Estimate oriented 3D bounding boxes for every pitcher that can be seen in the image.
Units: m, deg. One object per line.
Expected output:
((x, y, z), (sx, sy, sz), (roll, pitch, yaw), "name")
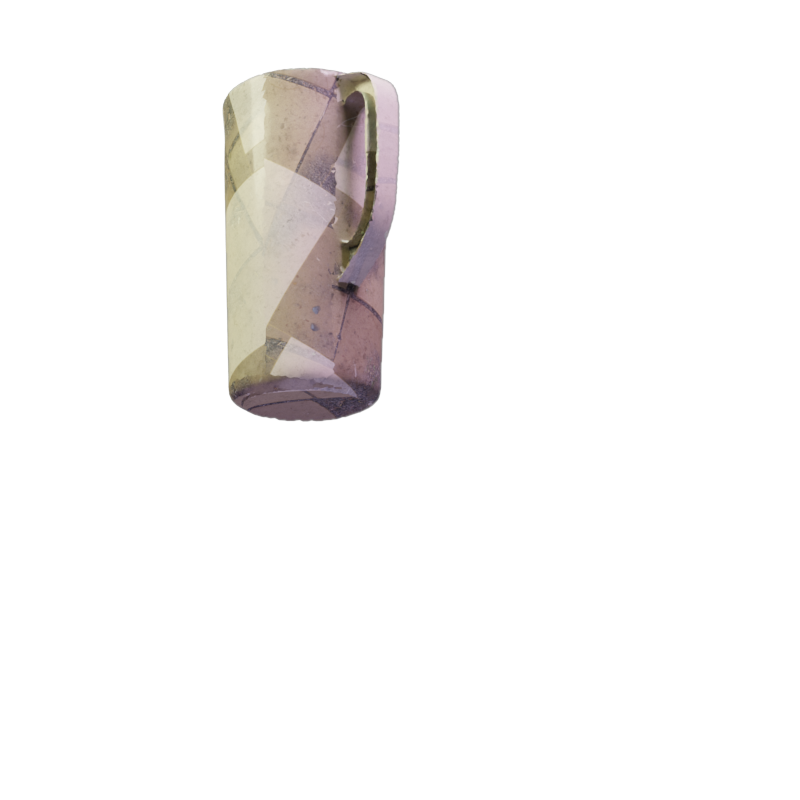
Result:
((-0.064, -0.116, 0.816), (0.146, 0.255, 0.141), (-4, -21, 7), "pitcher")
